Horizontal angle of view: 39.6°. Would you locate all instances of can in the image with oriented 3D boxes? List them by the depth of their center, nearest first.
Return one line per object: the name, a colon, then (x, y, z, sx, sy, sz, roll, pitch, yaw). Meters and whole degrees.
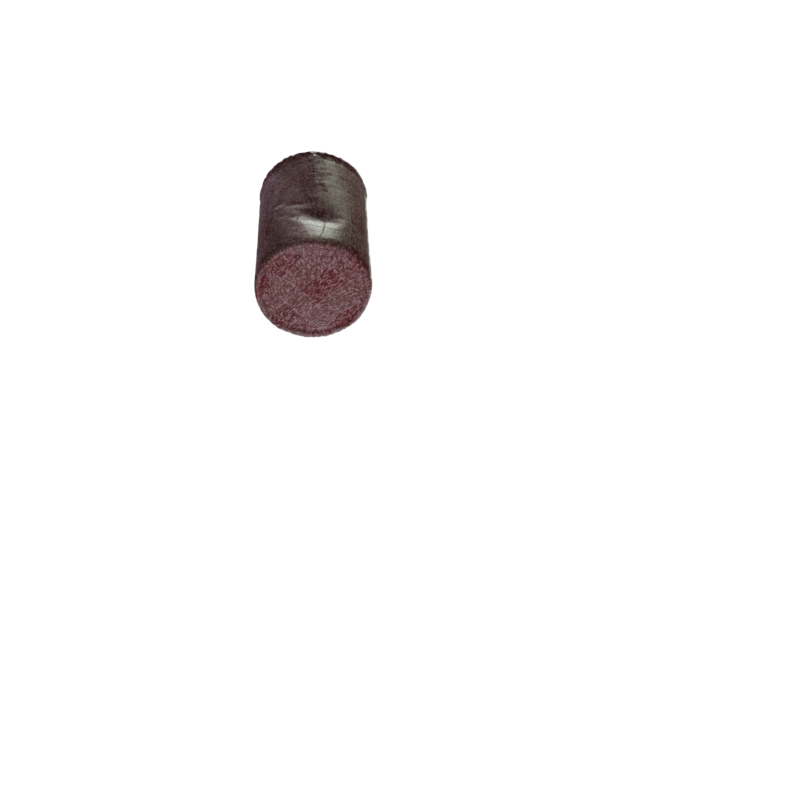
can: (-0.052, -0.094, 0.660, 0.068, 0.064, 0.109, -1, 38, -3)
